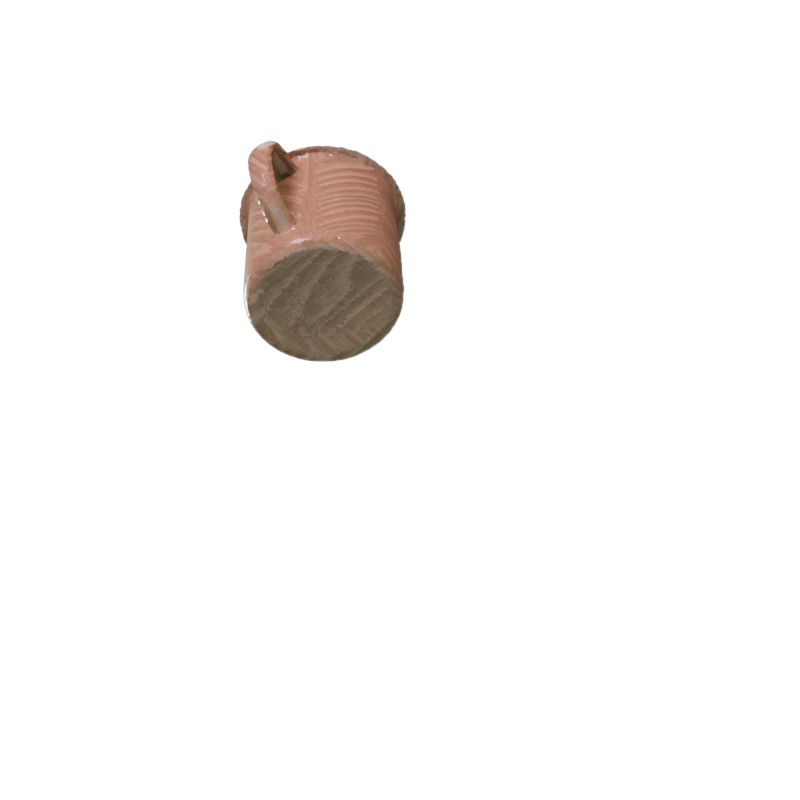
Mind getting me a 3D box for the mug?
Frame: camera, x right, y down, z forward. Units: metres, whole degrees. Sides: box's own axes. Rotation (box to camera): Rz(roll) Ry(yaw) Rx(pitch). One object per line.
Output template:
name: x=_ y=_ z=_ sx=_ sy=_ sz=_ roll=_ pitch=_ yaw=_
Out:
mug: x=-0.046 y=-0.083 z=0.581 sx=0.094 sy=0.109 sz=0.087 roll=-20 pitch=36 yaw=13
